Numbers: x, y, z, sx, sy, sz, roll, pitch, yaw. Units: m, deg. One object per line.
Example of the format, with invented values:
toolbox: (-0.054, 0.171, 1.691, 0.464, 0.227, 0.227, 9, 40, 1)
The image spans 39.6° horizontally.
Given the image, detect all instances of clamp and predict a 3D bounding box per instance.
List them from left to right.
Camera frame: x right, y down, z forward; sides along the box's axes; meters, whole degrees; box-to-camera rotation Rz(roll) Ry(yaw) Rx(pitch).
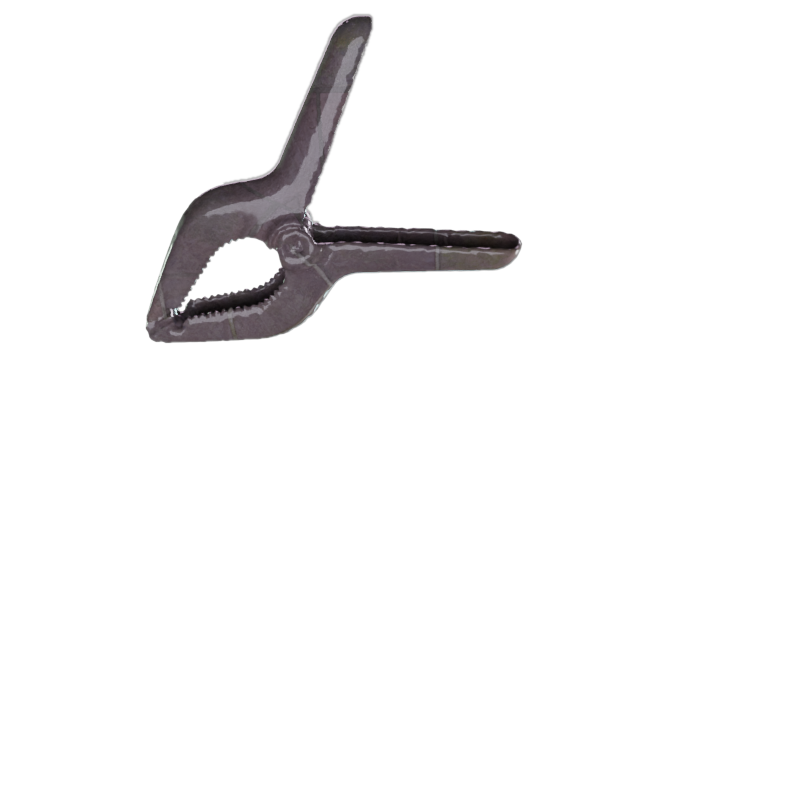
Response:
clamp: (-0.048, -0.088, 0.618, 0.208, 0.157, 0.038, -38, 19, 15)
